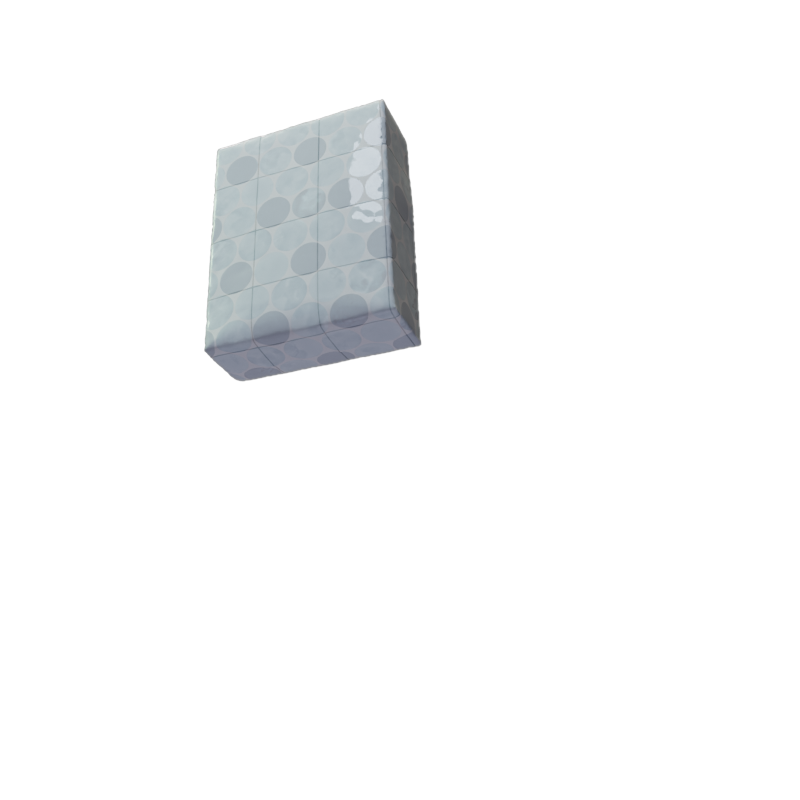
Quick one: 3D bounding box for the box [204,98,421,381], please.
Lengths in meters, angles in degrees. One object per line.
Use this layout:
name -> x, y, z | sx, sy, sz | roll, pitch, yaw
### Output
box -> -0.073, -0.133, 0.935 | 0.166, 0.228, 0.066 | -13, -35, 17
